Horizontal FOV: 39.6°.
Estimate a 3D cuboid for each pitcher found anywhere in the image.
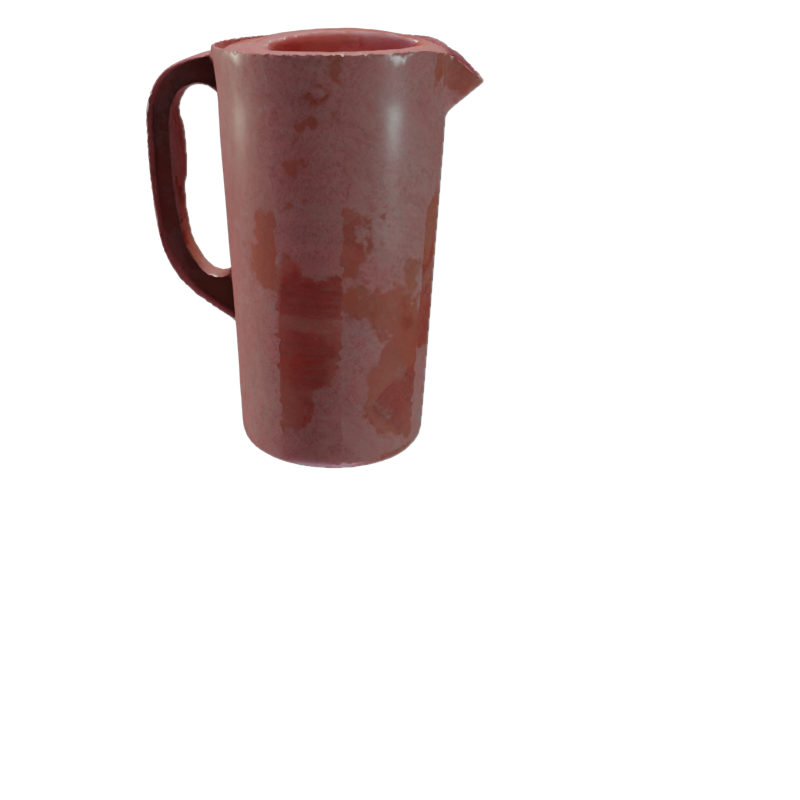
[{"bbox_3d":[-0.050,-0.092,0.642,0.142,0.234,0.158,-13,23,-38],"label":"pitcher"}]
